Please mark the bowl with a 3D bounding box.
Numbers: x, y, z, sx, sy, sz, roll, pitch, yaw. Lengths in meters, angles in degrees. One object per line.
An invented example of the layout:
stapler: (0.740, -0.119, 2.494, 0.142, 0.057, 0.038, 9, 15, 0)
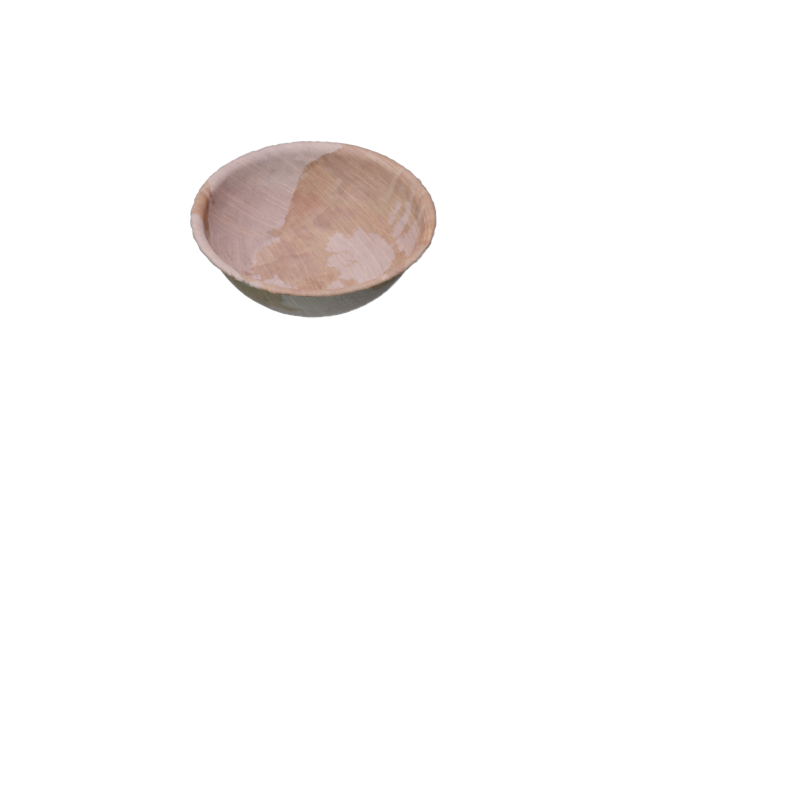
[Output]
bowl: (-0.058, -0.106, 0.743, 0.162, 0.051, 0.174, -1, 44, -1)
